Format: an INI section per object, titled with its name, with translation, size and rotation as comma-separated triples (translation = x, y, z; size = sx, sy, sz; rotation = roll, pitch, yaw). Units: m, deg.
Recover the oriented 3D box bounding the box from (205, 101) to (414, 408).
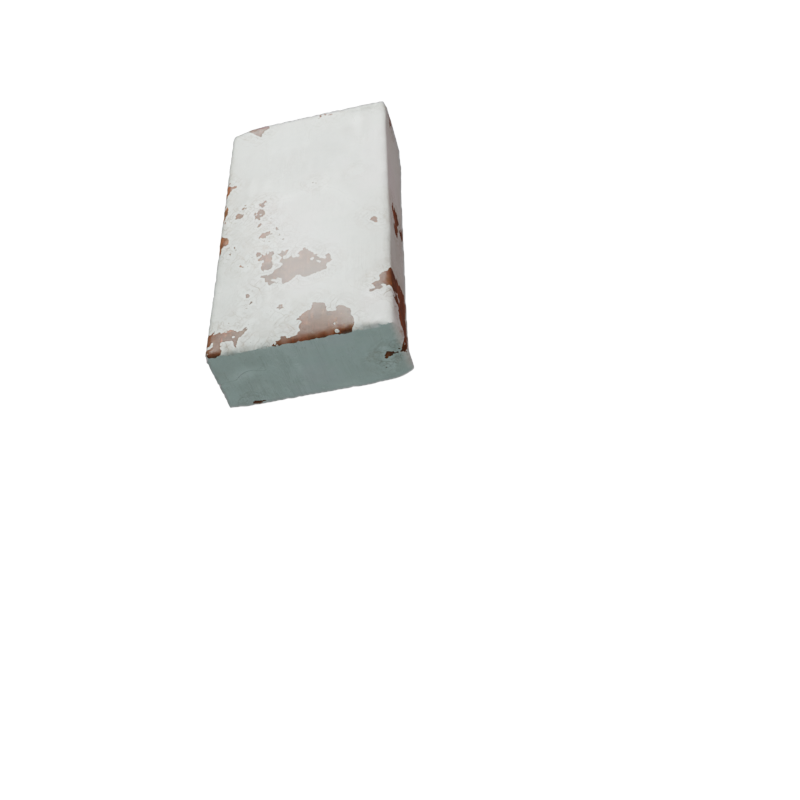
[box]
translation = -0.046, -0.083, 0.579
size = 0.094, 0.189, 0.044
rotation = -12, -43, 9
